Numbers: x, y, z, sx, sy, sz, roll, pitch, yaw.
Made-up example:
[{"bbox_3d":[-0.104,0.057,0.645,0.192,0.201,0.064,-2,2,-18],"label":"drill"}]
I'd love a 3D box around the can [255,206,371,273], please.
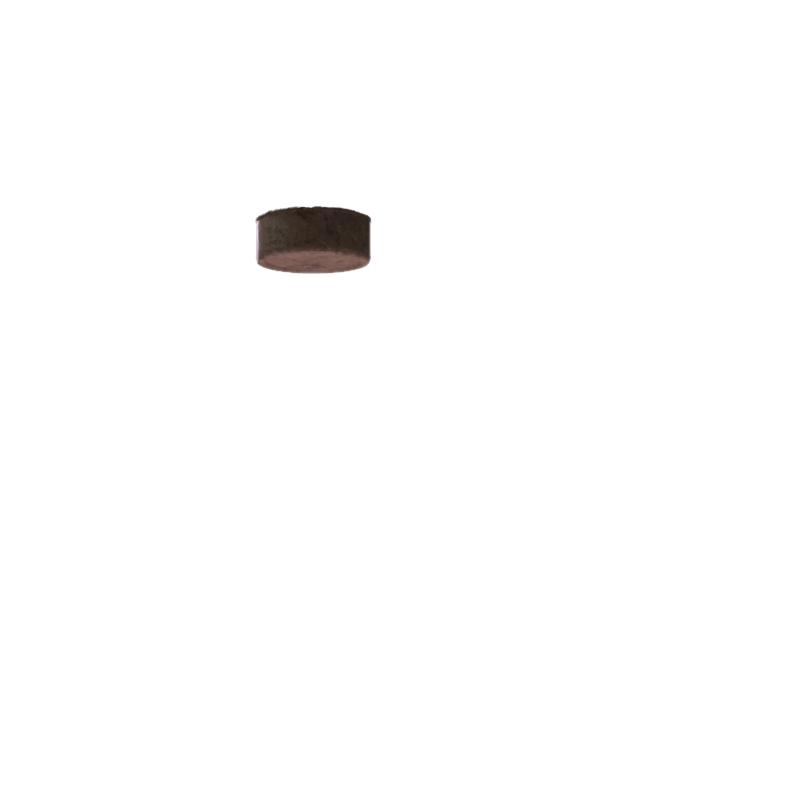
[{"bbox_3d":[-0.064,-0.117,0.817,0.086,0.034,0.084,0,-5,-2],"label":"can"}]
